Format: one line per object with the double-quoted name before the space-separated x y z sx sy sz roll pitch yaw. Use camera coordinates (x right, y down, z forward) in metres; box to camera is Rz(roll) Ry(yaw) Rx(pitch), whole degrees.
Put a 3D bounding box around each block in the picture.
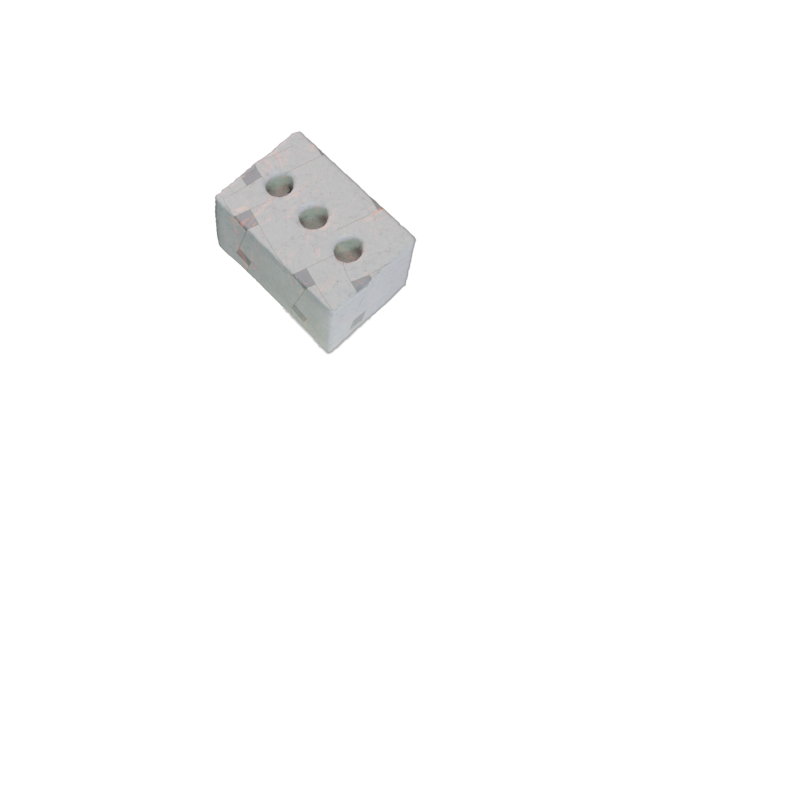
"block" -0.039 -0.071 0.500 0.053 0.082 0.048 -41 -17 -17
